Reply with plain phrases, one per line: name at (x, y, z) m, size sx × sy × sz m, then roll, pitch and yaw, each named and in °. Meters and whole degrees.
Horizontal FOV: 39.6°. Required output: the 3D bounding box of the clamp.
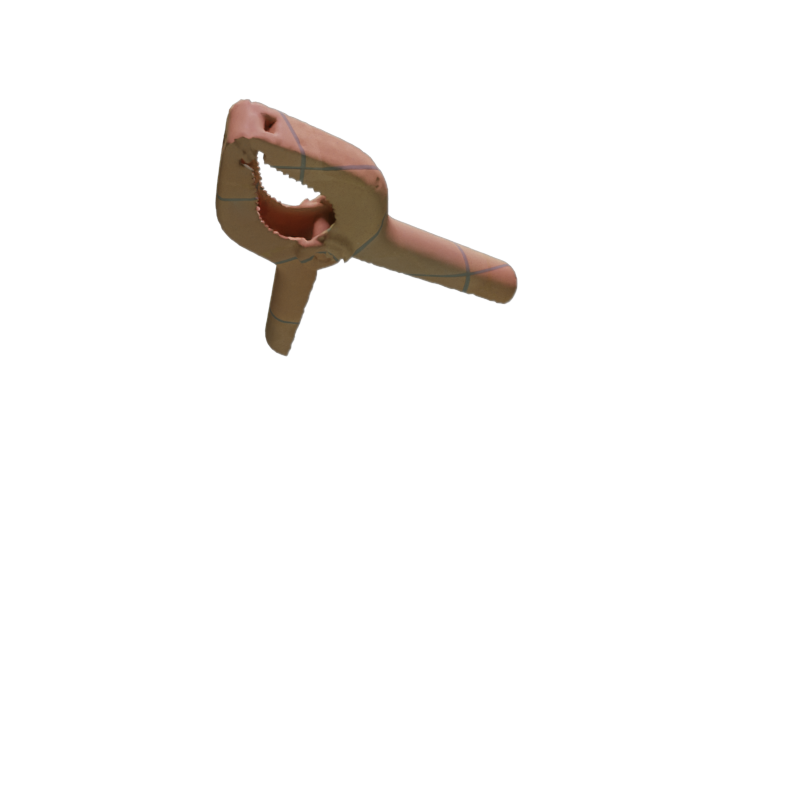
clamp at (-0.049, -0.090, 0.628) m, size 0.166 × 0.039 × 0.194 m, roll -18°, pitch -36°, yaw 26°
